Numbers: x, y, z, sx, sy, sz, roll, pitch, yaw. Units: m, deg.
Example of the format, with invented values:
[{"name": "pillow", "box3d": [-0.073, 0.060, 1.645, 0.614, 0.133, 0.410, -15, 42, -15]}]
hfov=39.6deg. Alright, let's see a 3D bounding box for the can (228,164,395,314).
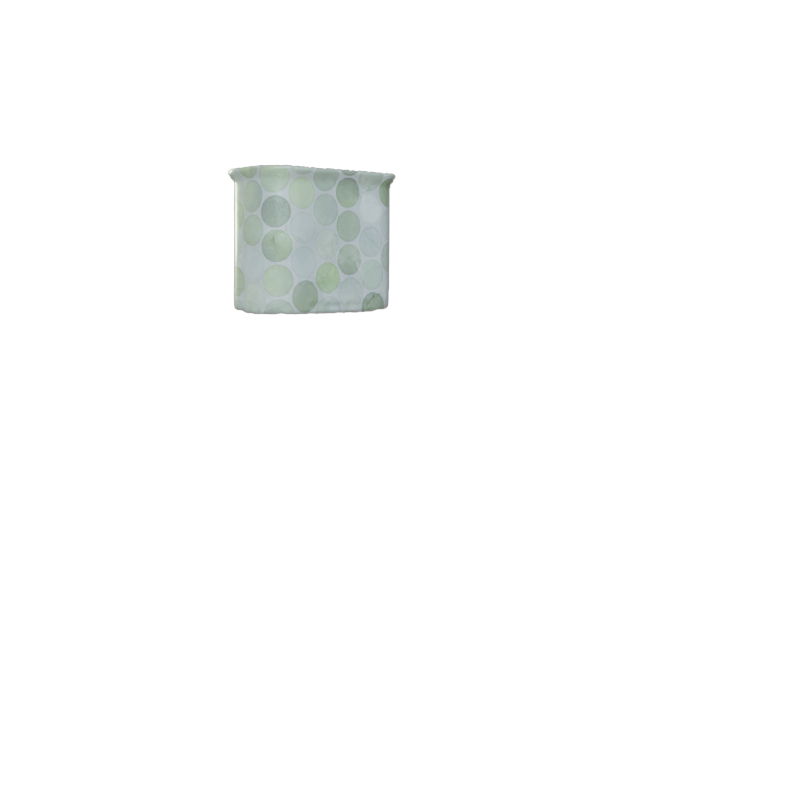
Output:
[{"name": "can", "box3d": [-0.052, -0.094, 0.662, 0.098, 0.084, 0.060, -3, 3, -41]}]
